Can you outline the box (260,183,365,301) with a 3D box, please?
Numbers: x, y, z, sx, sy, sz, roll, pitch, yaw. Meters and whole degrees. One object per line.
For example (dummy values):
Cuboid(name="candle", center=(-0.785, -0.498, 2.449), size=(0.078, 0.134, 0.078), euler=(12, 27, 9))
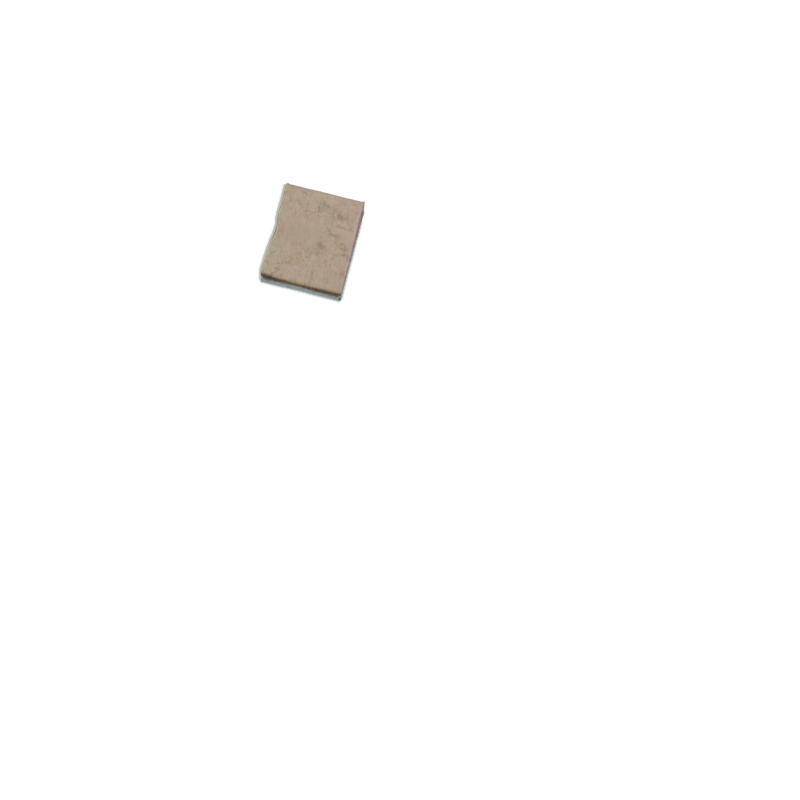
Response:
Cuboid(name="box", center=(-0.076, -0.138, 0.966), size=(0.074, 0.092, 0.029), euler=(14, -16, 3))
